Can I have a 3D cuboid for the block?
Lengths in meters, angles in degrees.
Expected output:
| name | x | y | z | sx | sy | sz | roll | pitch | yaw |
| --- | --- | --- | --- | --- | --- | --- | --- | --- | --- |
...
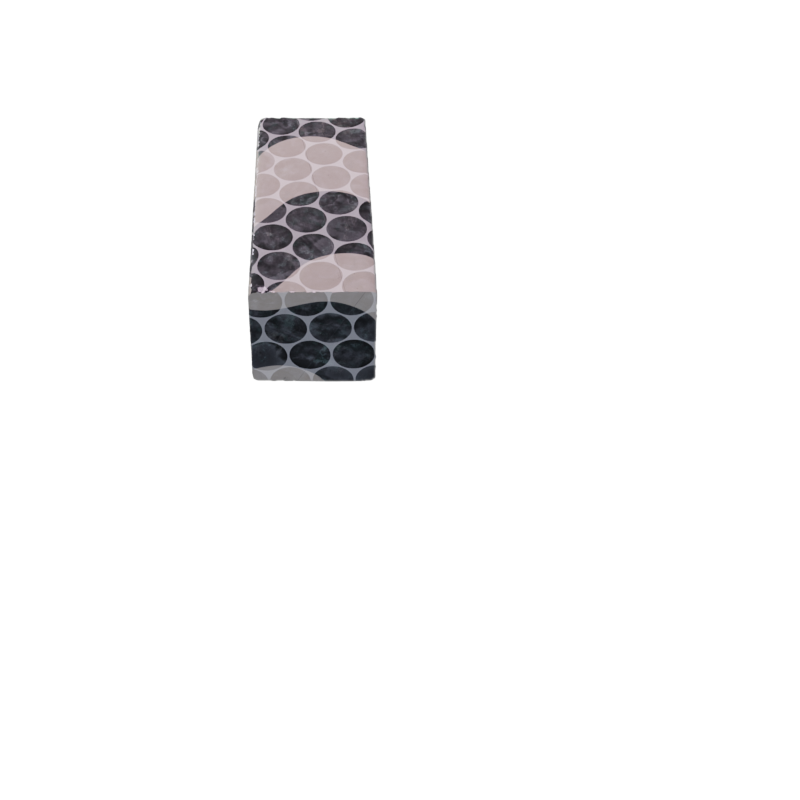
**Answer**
| name | x | y | z | sx | sy | sz | roll | pitch | yaw |
| --- | --- | --- | --- | --- | --- | --- | --- | --- | --- |
| block | -0.067 | -0.121 | 0.847 | 0.090 | 0.221 | 0.084 | -1 | -45 | -3 |
